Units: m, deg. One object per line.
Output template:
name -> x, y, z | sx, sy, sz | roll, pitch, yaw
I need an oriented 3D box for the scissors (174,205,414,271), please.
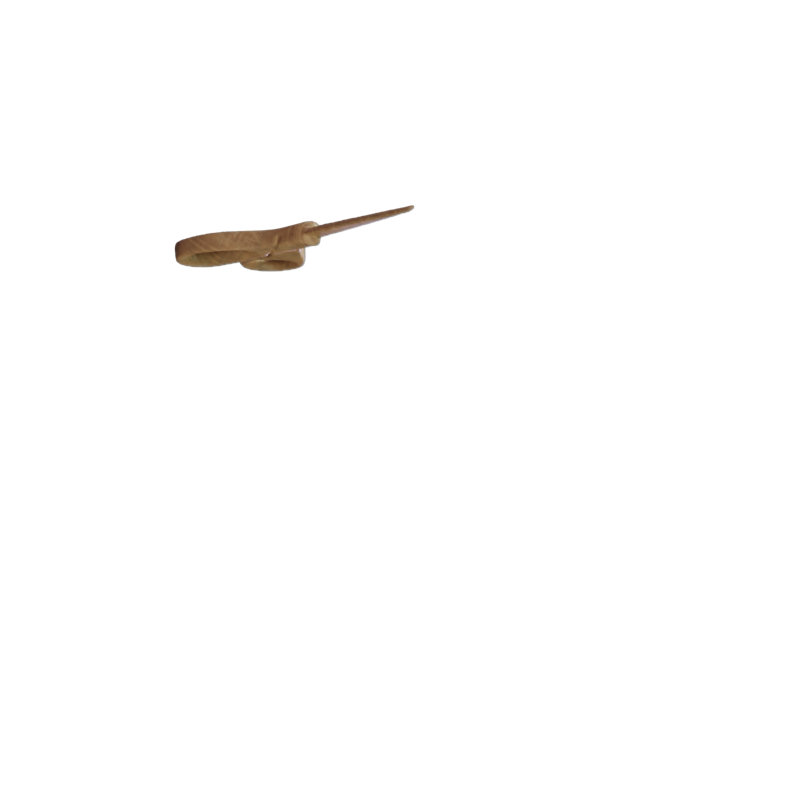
scissors -> -0.055, -0.101, 0.708 | 0.208, 0.016, 0.092 | -2, -4, 34
